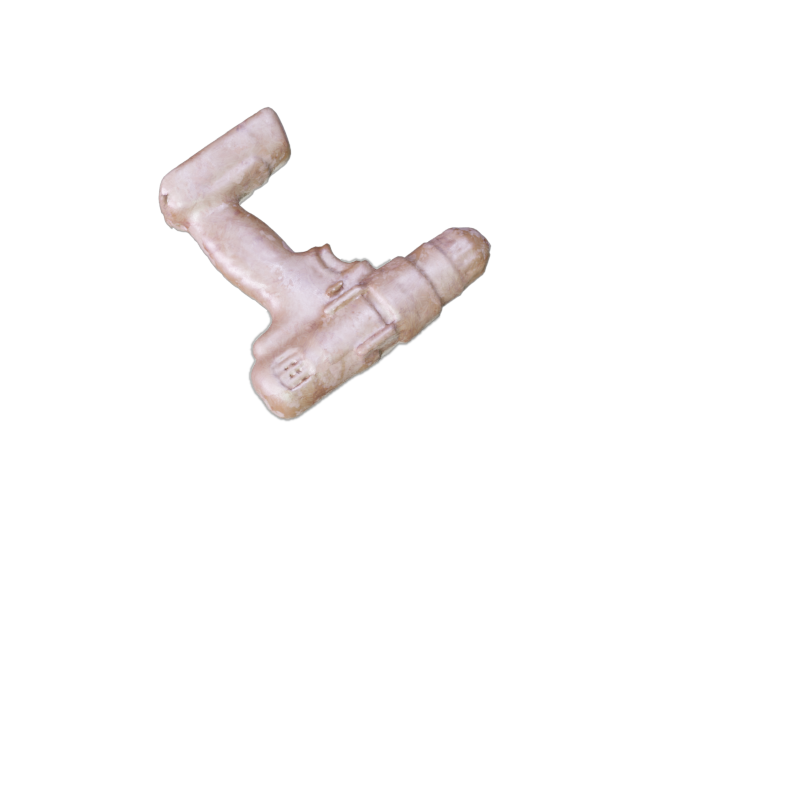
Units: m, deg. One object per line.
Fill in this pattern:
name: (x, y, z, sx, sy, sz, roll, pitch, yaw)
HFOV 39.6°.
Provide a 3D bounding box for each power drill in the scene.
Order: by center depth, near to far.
power drill: (-0.058, -0.106, 0.746, 0.185, 0.197, 0.054, -36, -18, -14)
